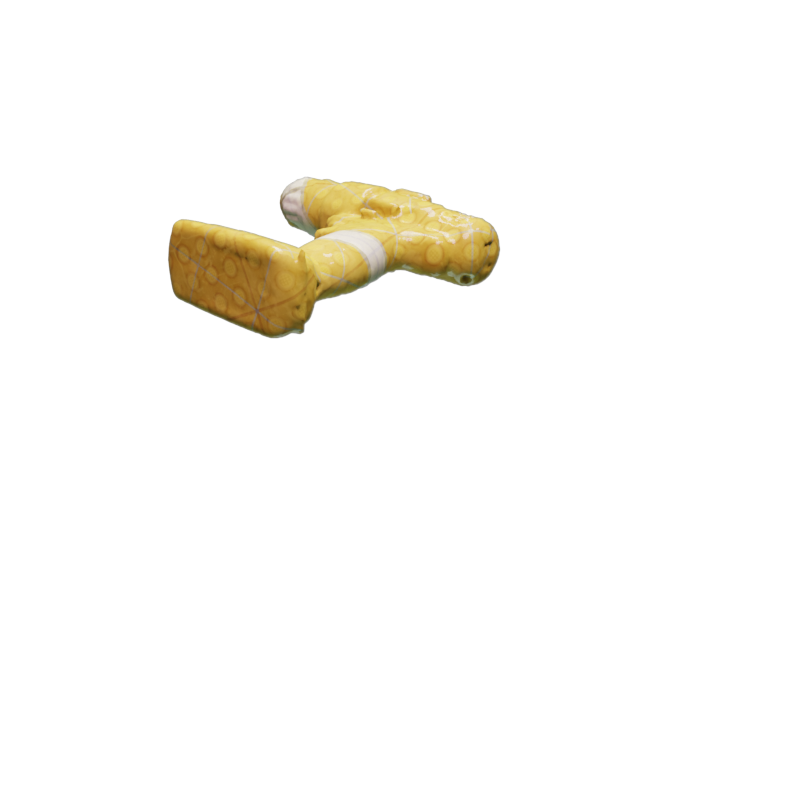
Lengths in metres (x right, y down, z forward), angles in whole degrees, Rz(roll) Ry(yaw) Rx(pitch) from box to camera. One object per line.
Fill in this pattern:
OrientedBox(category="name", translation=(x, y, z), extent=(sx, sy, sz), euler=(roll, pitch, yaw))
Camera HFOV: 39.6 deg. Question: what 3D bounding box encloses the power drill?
OrientedBox(category="power drill", translation=(-0.057, -0.103, 0.724), extent=(0.195, 0.055, 0.185), euler=(20, 30, 38))
